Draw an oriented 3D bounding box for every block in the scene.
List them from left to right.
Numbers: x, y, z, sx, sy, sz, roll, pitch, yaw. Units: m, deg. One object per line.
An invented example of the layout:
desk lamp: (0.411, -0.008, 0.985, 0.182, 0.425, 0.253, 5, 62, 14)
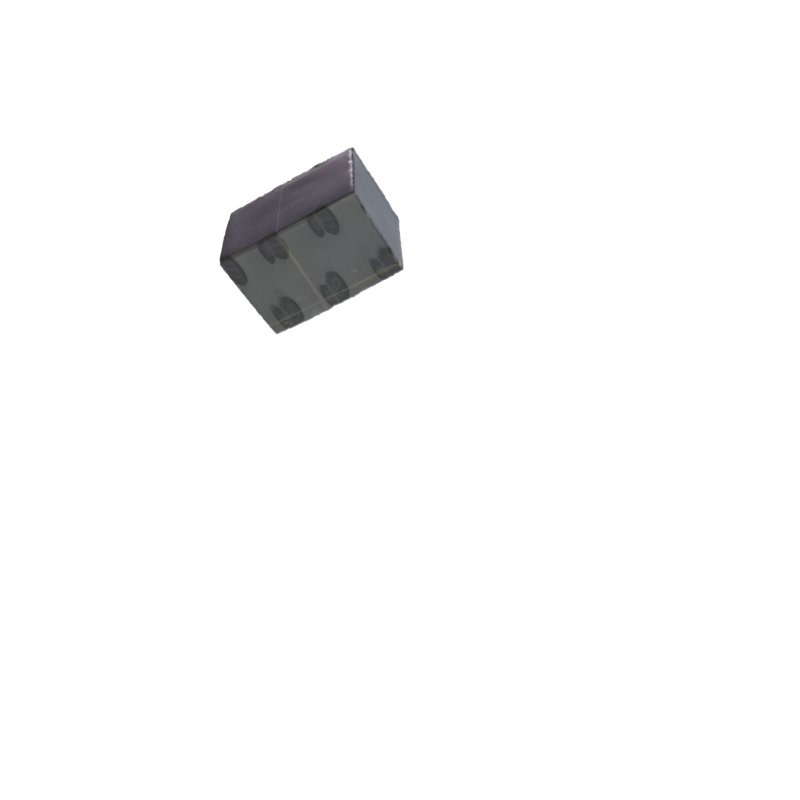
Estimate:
block: (-0.044, -0.081, 0.564, 0.078, 0.049, 0.055, -26, 31, 15)
